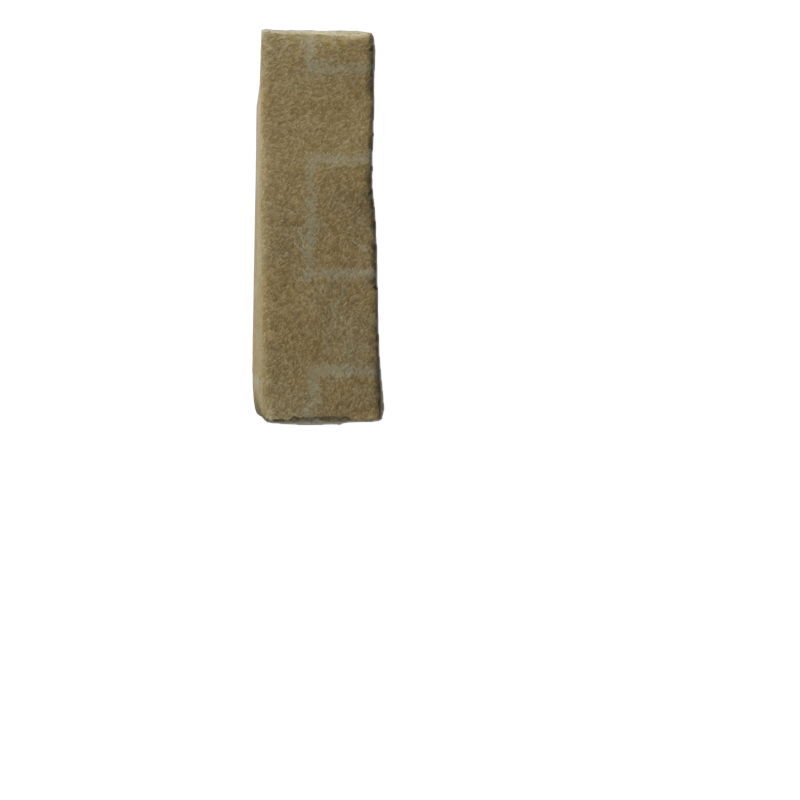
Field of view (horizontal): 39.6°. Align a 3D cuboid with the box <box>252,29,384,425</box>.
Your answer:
[{"bbox_3d":[-0.052,-0.095,0.669,0.071,0.217,0.163,0,-5,-8],"label":"box"}]
